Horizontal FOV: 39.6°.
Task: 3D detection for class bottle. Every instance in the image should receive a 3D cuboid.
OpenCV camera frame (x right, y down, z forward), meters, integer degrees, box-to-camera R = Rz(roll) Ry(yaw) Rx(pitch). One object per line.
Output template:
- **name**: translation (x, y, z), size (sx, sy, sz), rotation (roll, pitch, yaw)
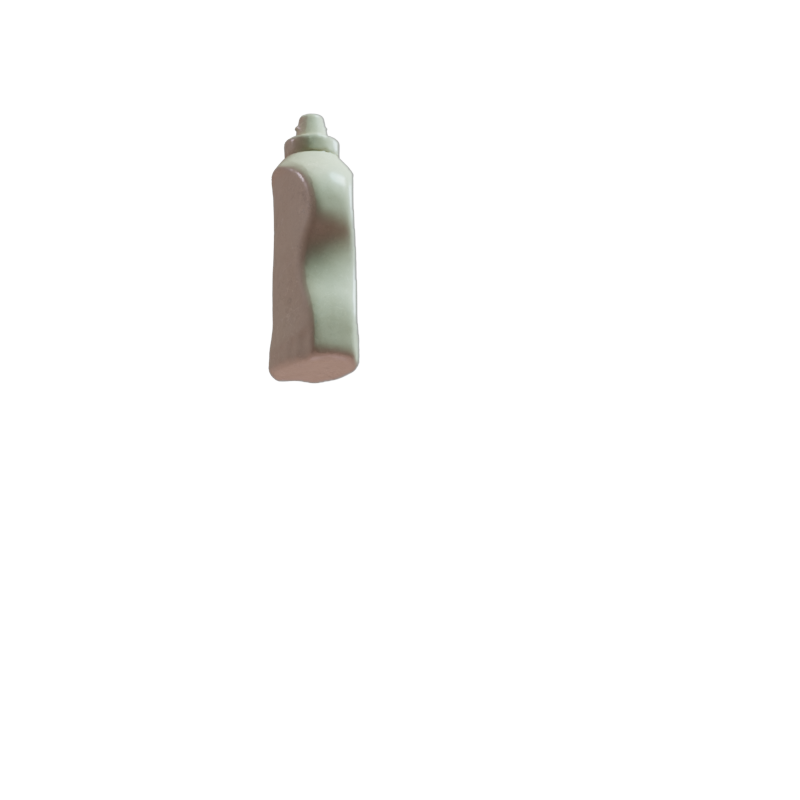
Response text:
- **bottle**: translation (-0.063, -0.113, 0.793), size (0.057, 0.199, 0.095), rotation (4, -16, -18)
